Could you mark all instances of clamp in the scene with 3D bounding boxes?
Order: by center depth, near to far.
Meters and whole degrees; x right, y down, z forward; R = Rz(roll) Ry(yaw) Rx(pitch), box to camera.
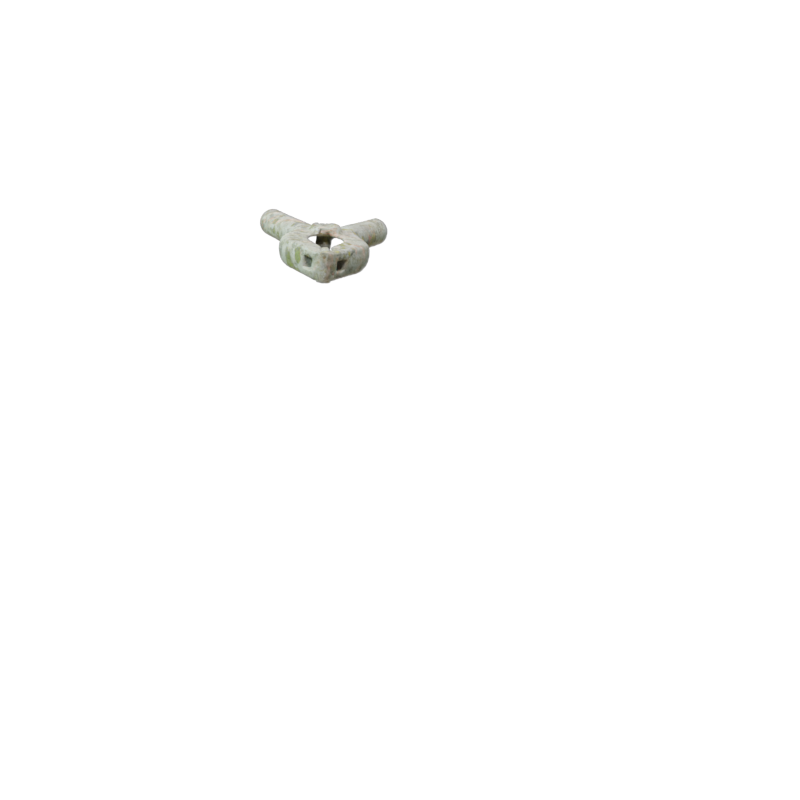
[{"bbox_3d":[-0.078,-0.142,0.995,0.121,0.038,0.176,2,18,6],"label":"clamp"}]
